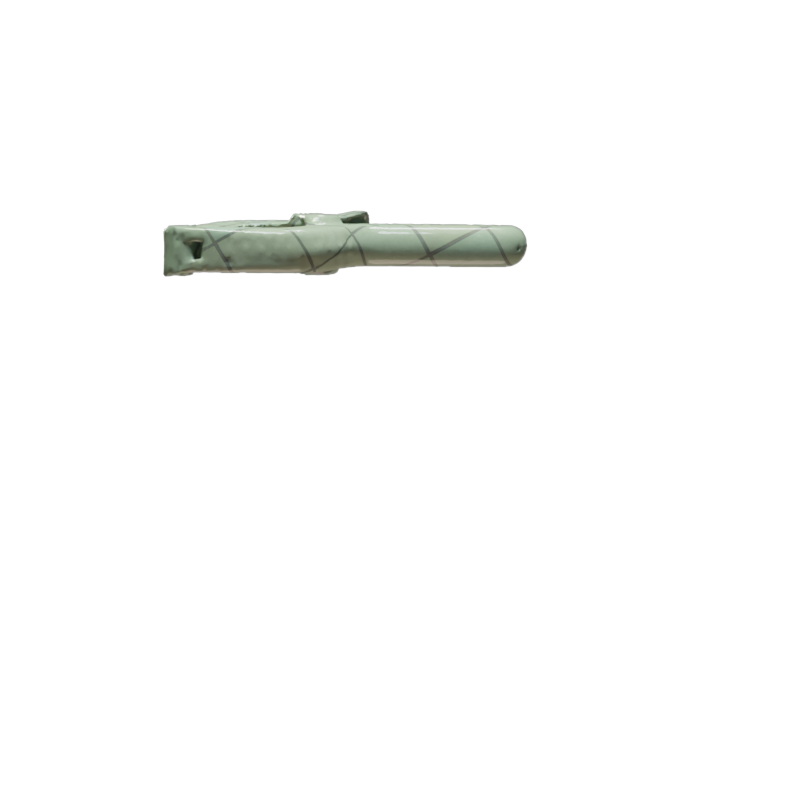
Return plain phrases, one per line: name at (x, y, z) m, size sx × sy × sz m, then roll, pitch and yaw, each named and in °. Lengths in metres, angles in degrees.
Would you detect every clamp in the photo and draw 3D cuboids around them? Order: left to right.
clamp at (-0.053, -0.097, 0.680) m, size 0.204 × 0.036 × 0.173 m, roll -7°, pitch 14°, yaw -30°
